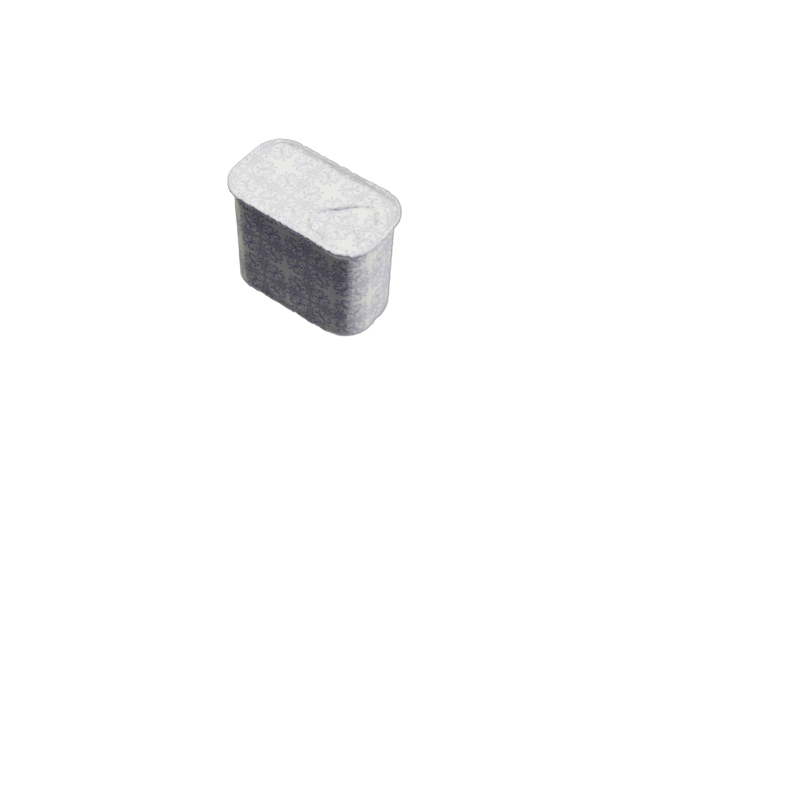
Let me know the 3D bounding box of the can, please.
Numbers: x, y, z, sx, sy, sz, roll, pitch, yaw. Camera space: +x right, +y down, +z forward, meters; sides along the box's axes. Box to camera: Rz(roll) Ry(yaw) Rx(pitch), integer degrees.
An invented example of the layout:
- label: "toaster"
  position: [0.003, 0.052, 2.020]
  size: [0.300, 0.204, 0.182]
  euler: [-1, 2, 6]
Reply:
- label: "can"
  position: [-0.052, -0.095, 0.665]
  size: [0.107, 0.059, 0.078]
  euler: [32, -32, 21]
